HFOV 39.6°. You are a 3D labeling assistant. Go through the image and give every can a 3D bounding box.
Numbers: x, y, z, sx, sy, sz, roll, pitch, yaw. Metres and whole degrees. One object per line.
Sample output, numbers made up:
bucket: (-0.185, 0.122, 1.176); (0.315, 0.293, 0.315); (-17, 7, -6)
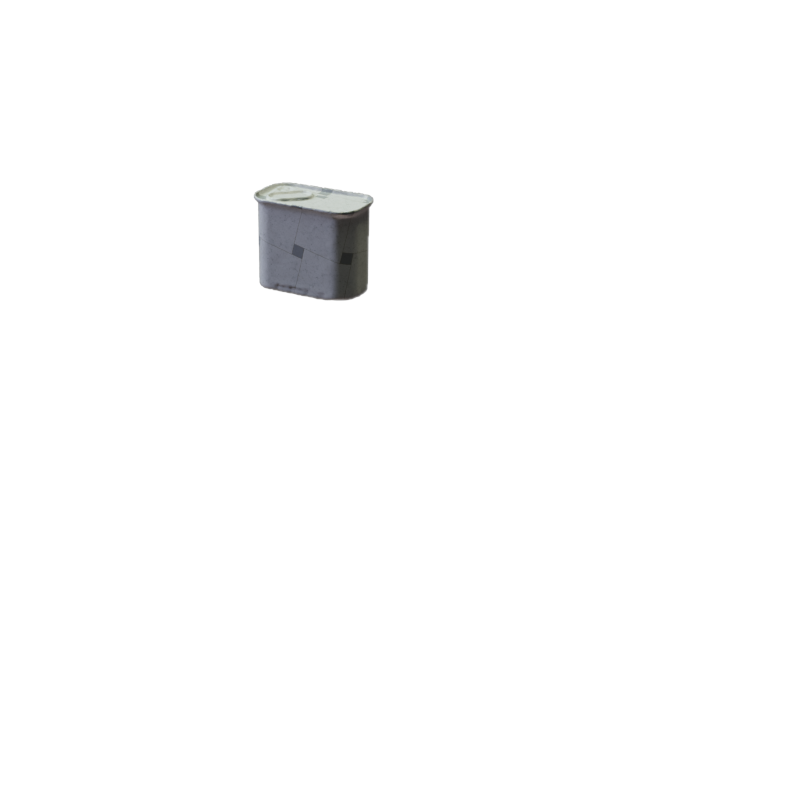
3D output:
can: (-0.076, -0.138, 0.966); (0.106, 0.080, 0.058); (13, 26, 25)
